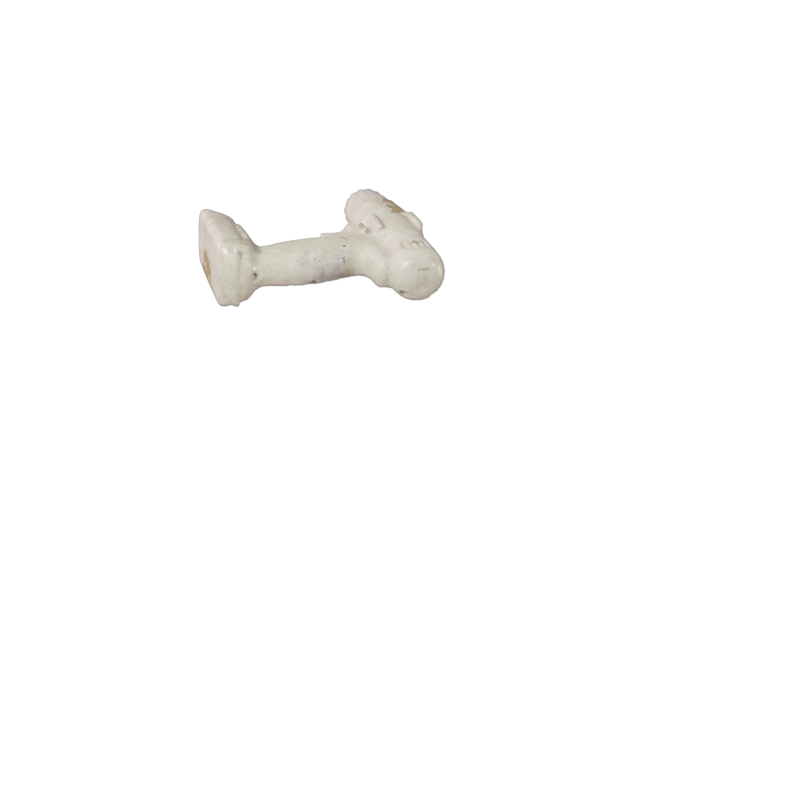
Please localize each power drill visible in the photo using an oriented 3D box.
[{"bbox_3d":[-0.074,-0.134,0.942,0.185,0.054,0.197,-7,28,-14],"label":"power drill"}]
